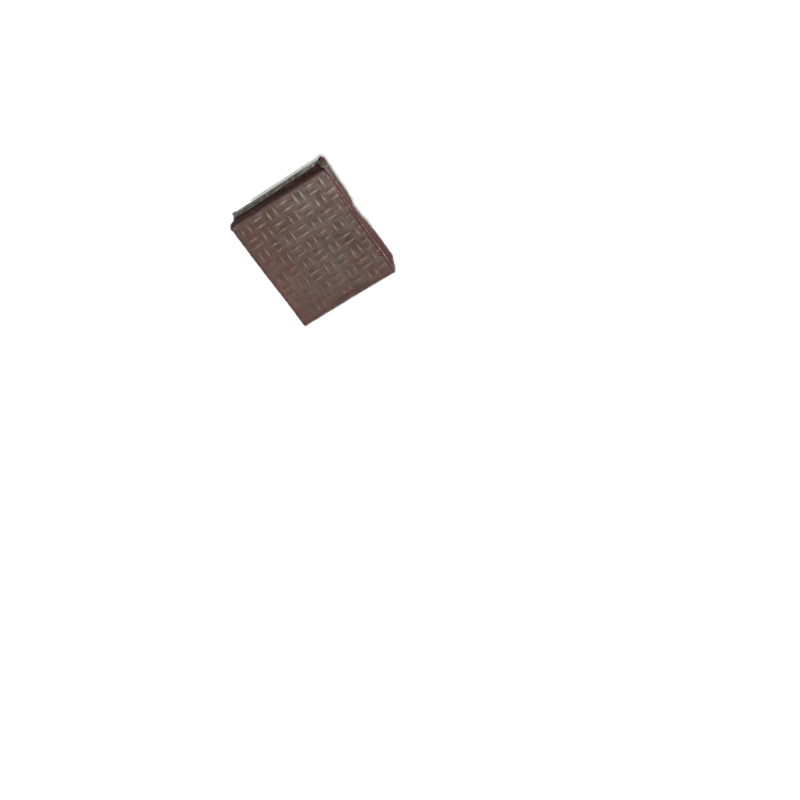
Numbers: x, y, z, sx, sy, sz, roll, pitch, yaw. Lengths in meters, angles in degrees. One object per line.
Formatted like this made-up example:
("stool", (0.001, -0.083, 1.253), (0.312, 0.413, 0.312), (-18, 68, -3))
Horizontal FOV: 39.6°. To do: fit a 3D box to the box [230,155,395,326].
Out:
("box", (-0.057, -0.104, 0.728), (0.073, 0.085, 0.032), (-32, 20, 12))
